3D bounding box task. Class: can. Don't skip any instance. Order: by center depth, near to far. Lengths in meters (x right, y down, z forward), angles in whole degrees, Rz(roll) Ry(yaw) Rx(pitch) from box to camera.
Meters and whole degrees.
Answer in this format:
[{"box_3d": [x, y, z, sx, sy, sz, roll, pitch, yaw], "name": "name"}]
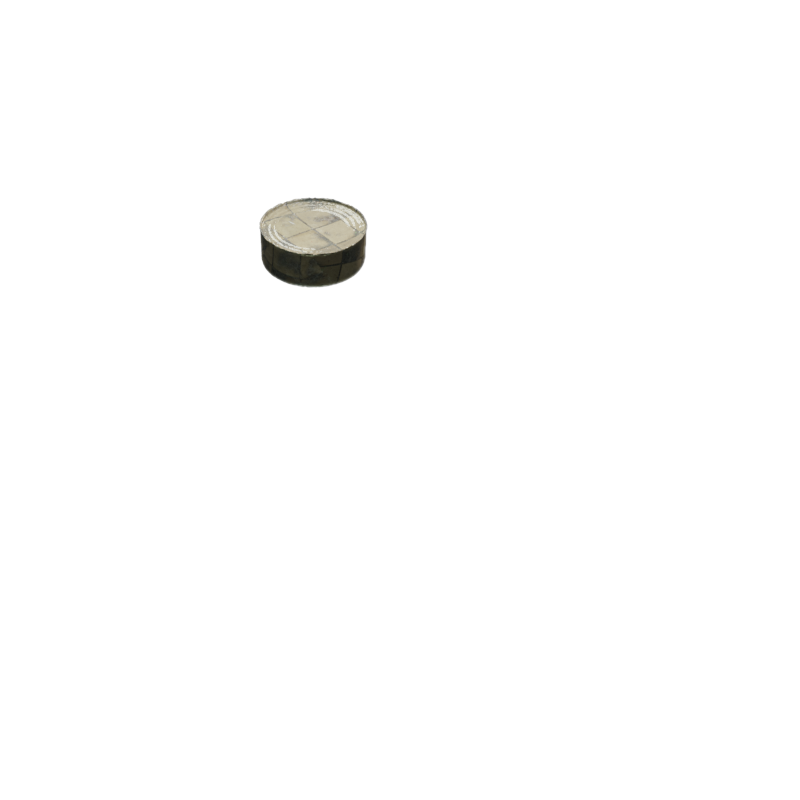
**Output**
[{"box_3d": [-0.070, -0.127, 0.889, 0.086, 0.031, 0.092, -1, 38, -2], "name": "can"}]
